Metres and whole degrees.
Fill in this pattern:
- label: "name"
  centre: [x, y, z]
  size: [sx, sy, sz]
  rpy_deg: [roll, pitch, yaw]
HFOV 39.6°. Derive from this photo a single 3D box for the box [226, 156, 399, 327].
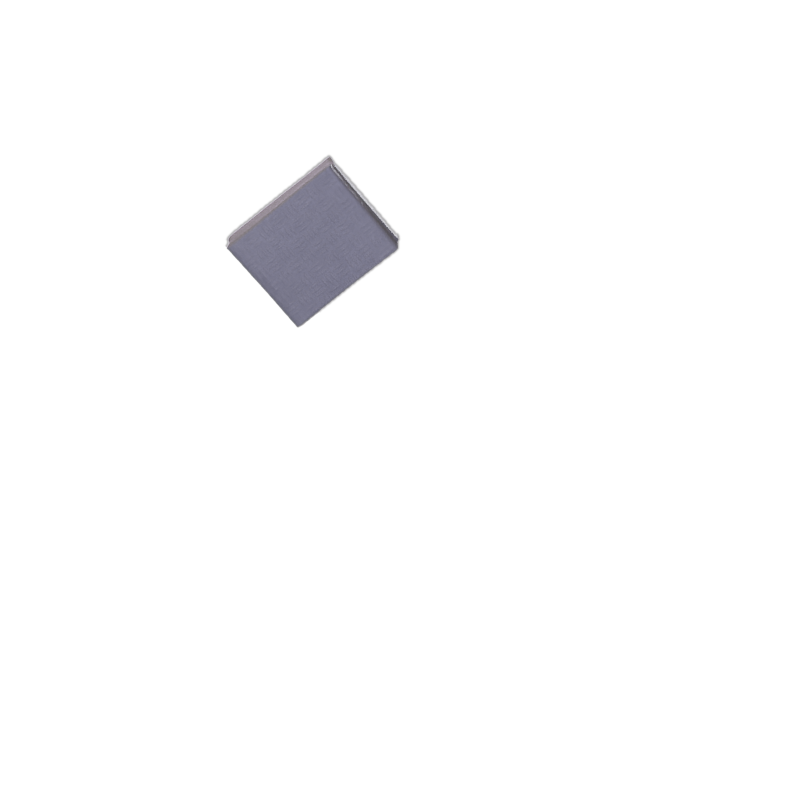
- label: "box"
  centre: [-0.057, -0.104, 0.725]
  size: [0.089, 0.070, 0.031]
  rpy_deg: [-38, 15, 11]
